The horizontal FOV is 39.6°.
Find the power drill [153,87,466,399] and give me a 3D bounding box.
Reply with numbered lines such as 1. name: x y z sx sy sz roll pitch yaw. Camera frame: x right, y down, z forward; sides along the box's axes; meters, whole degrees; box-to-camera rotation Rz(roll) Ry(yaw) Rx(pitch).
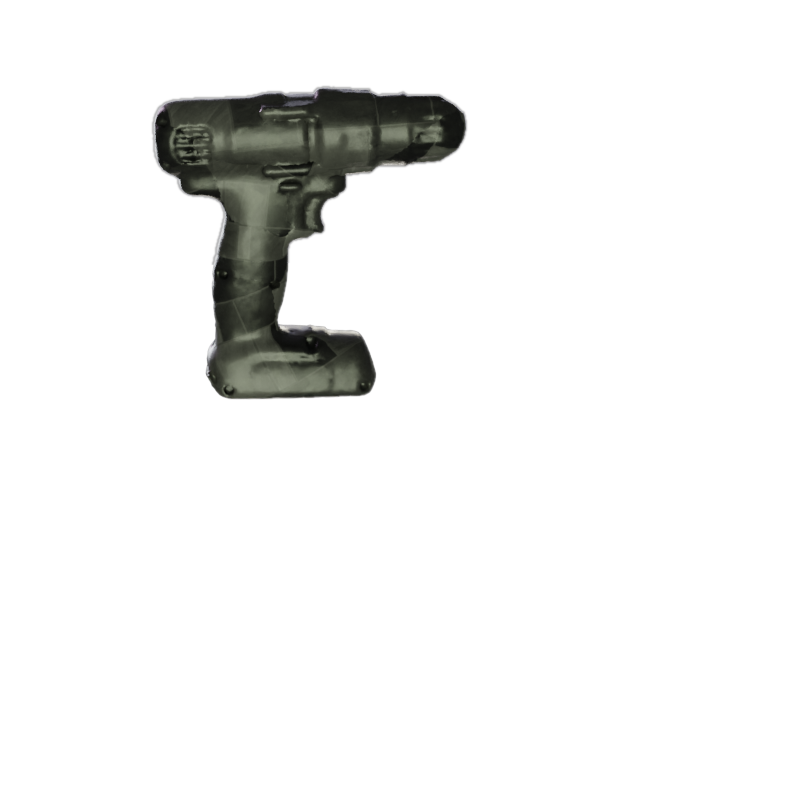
1. power drill: -0.053 -0.096 0.676 0.184 0.181 0.060 -1 17 0
